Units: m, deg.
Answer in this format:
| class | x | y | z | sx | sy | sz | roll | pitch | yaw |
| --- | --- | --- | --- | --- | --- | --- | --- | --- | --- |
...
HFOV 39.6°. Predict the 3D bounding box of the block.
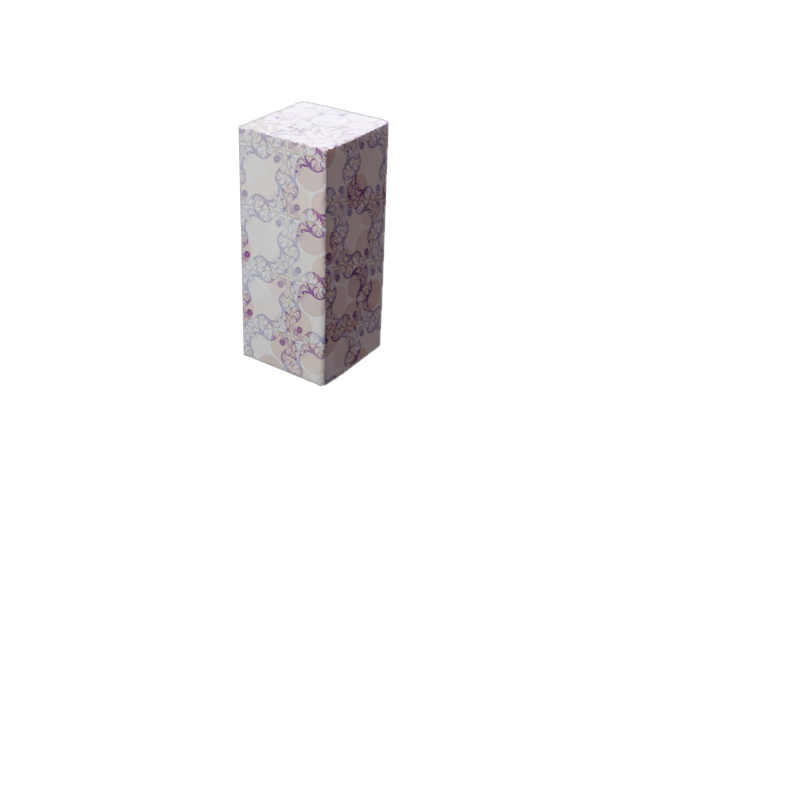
| class | x | y | z | sx | sy | sz | roll | pitch | yaw |
| --- | --- | --- | --- | --- | --- | --- | --- | --- | --- |
| block | -0.071 | -0.132 | 0.920 | 0.096 | 0.195 | 0.090 | 19 | 31 | 30 |
